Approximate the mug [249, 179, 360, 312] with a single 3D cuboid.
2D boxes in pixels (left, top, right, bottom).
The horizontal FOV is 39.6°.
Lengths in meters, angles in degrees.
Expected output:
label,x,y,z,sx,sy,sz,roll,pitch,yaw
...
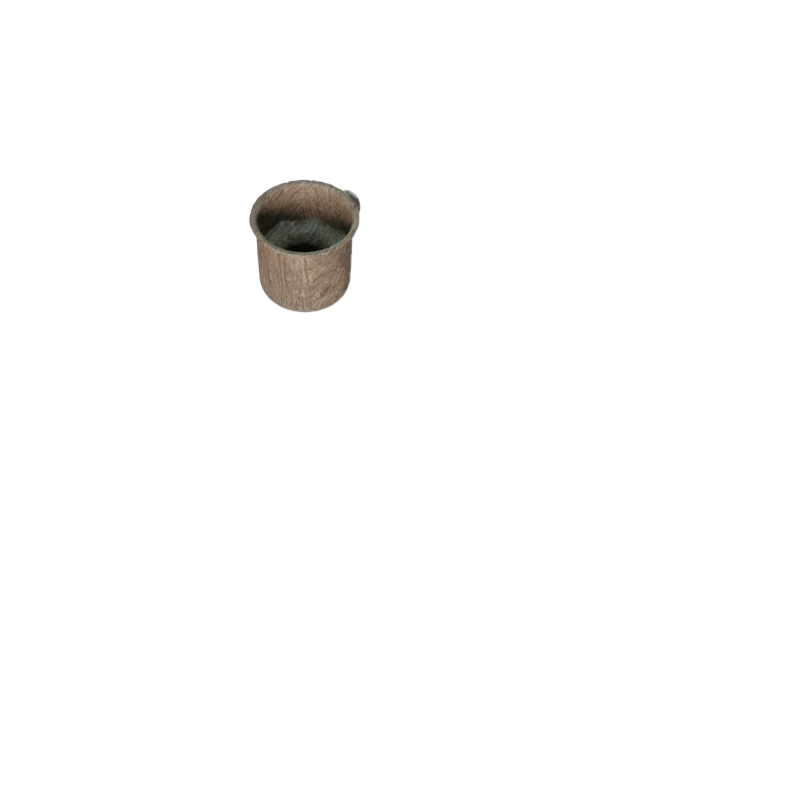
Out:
label,x,y,z,sx,sy,sz,roll,pitch,yaw
mug,-0.076,-0.138,0.969,0.098,0.076,0.119,29,55,21
